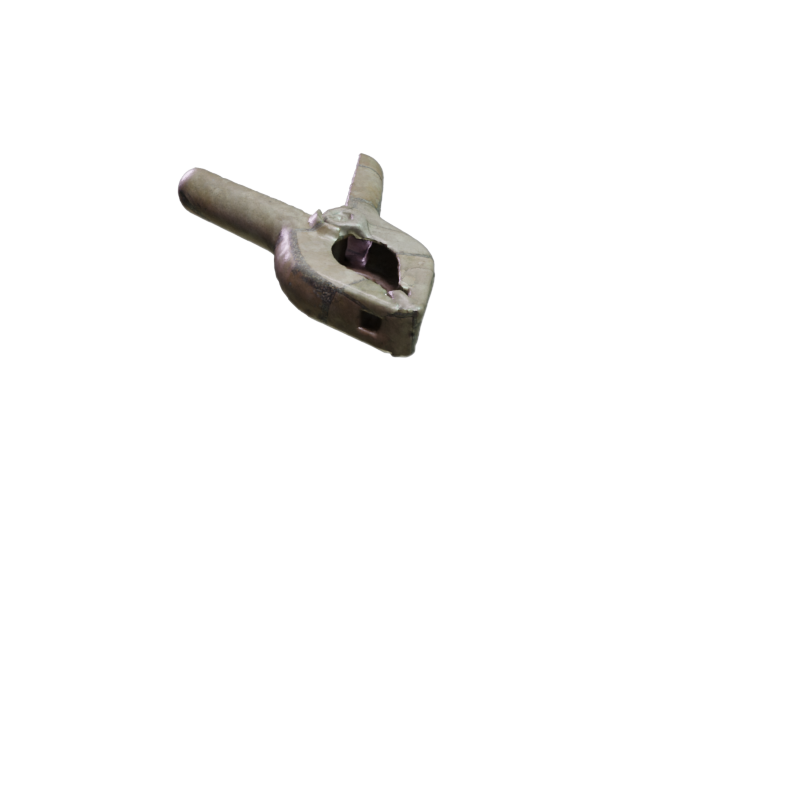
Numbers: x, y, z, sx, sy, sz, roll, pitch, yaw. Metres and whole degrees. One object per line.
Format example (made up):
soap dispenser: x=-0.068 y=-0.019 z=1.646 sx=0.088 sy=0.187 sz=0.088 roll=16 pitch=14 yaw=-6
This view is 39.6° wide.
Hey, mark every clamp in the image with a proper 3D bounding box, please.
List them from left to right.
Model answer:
clamp: x=-0.044 y=-0.081 z=0.566 sx=0.118 sy=0.037 sz=0.185 roll=-10 pitch=36 yaw=-14
